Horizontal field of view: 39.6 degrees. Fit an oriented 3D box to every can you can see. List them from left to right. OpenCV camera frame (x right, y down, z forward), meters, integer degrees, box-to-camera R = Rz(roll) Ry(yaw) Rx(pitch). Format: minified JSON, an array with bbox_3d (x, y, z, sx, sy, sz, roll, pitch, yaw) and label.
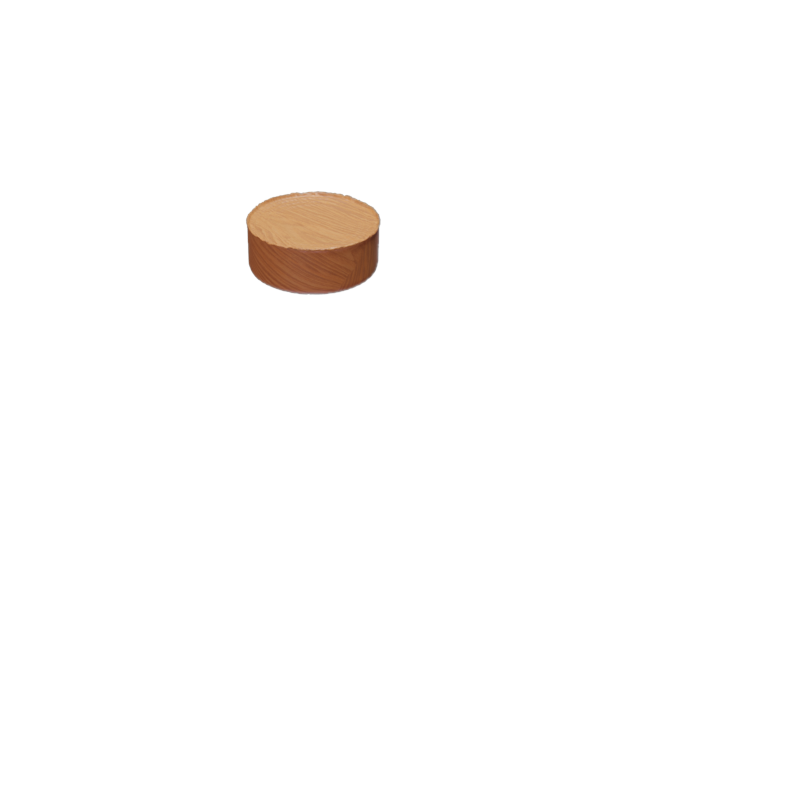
[{"bbox_3d":[-0.056,-0.102,0.713,0.086,0.032,0.091,-1,32,-2],"label":"can"}]
